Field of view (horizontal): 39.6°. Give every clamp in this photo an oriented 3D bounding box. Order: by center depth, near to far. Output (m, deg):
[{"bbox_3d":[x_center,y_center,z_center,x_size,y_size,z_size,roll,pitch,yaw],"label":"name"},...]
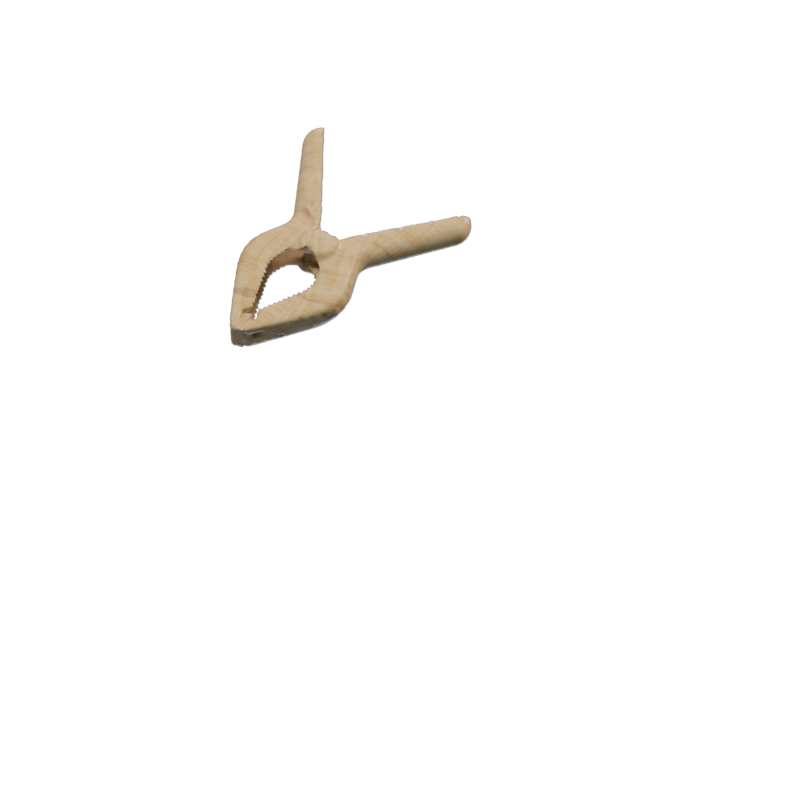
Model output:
[{"bbox_3d":[-0.069,-0.126,0.885,0.174,0.212,0.034,39,-26,22],"label":"clamp"}]
